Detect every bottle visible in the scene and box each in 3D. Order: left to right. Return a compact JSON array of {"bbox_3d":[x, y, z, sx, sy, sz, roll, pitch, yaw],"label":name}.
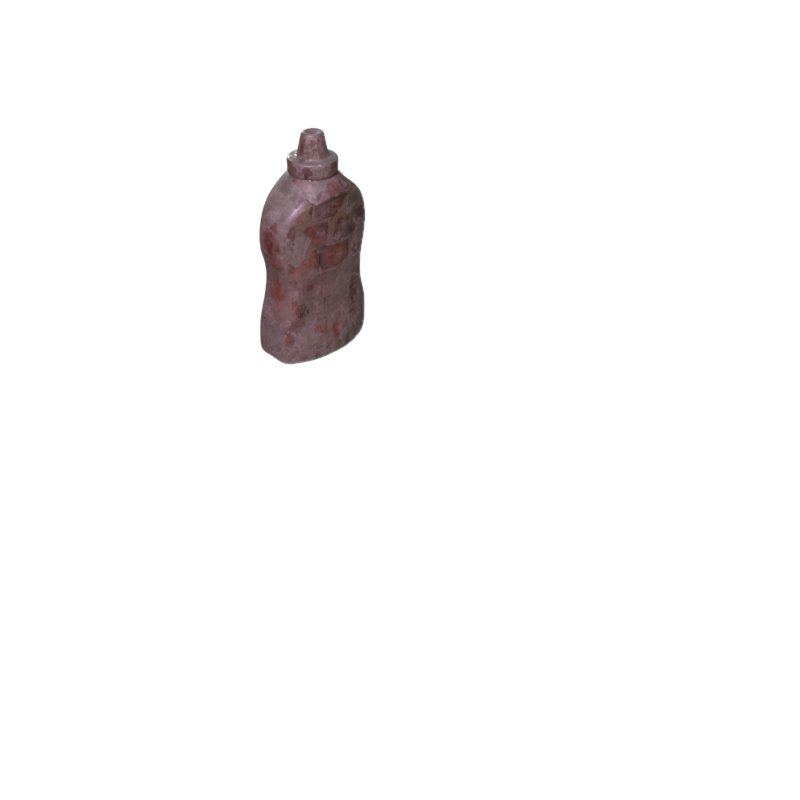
[{"bbox_3d":[-0.071,-0.129,0.904,0.095,0.181,0.062,-23,38,-36],"label":"bottle"}]
